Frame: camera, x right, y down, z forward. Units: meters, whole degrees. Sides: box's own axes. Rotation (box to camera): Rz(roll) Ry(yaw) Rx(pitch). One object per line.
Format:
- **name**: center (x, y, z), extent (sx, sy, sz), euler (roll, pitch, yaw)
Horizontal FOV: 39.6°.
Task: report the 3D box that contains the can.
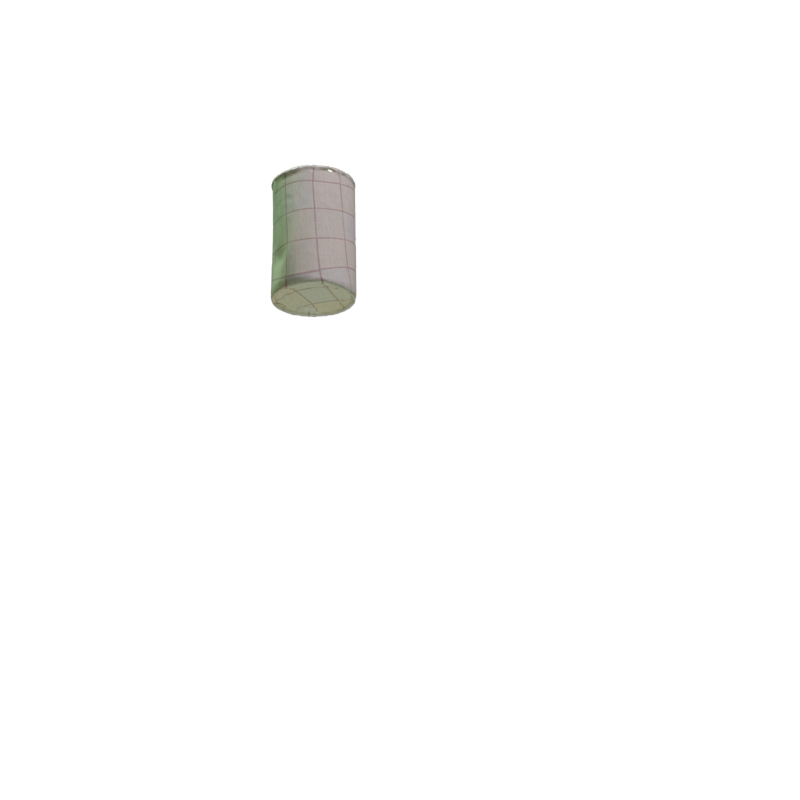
- **can**: center (-0.068, -0.125, 0.873), extent (0.068, 0.108, 0.065), euler (0, -24, -2)
